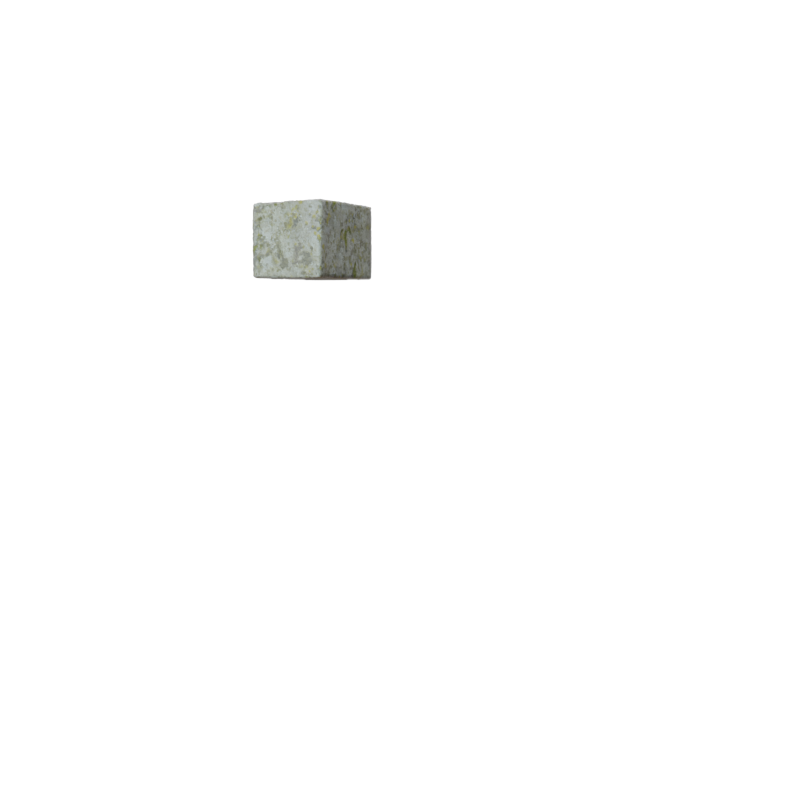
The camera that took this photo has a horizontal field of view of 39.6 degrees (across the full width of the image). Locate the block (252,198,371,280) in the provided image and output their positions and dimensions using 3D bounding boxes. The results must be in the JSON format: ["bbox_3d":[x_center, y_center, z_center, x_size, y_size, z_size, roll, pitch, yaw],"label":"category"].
[{"bbox_3d":[-0.059,-0.108,0.755,0.054,0.051,0.076,1,3,26],"label":"block"}]
